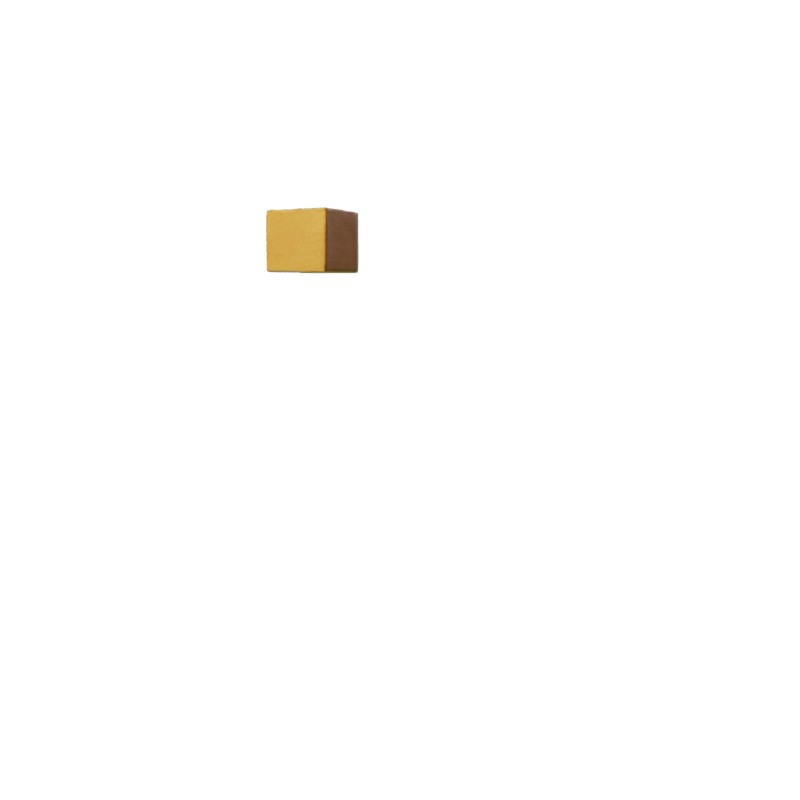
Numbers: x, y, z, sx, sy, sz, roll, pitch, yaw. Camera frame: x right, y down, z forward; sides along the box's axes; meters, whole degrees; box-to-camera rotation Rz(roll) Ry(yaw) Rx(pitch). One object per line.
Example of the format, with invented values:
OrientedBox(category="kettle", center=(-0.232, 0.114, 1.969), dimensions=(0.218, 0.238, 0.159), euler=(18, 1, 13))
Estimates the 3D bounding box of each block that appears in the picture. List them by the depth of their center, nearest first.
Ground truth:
OrientedBox(category="block", center=(-0.071, -0.130, 0.910), dimensions=(0.054, 0.051, 0.076), euler=(1, 4, 19))
